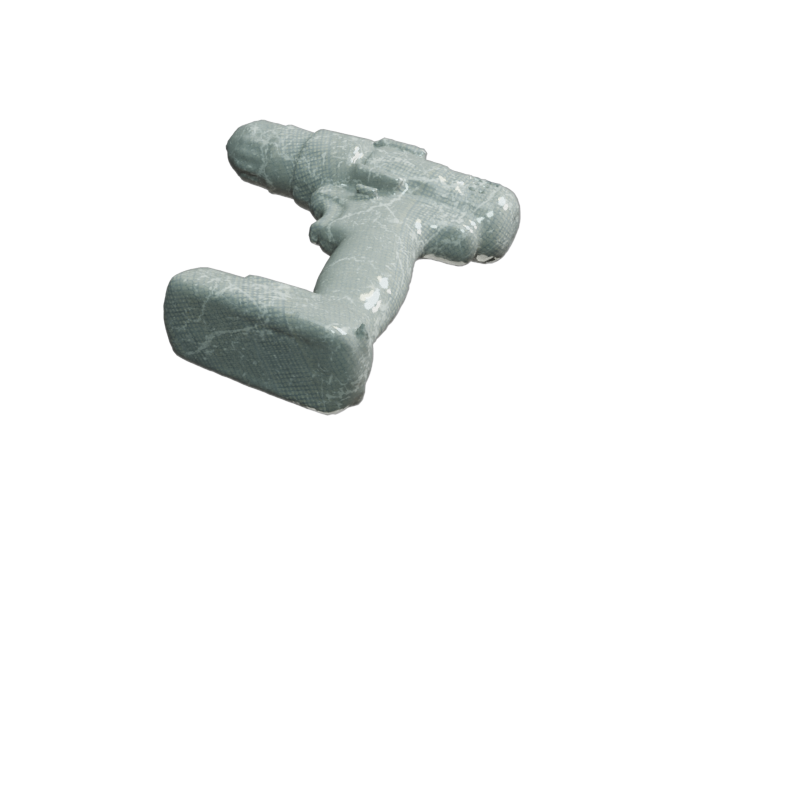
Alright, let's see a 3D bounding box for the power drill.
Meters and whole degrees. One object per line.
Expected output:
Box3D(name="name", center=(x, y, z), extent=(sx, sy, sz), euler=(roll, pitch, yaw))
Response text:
Box3D(name="power drill", center=(-0.047, -0.086, 0.601), extent=(0.192, 0.053, 0.194), euler=(18, 44, 19))
